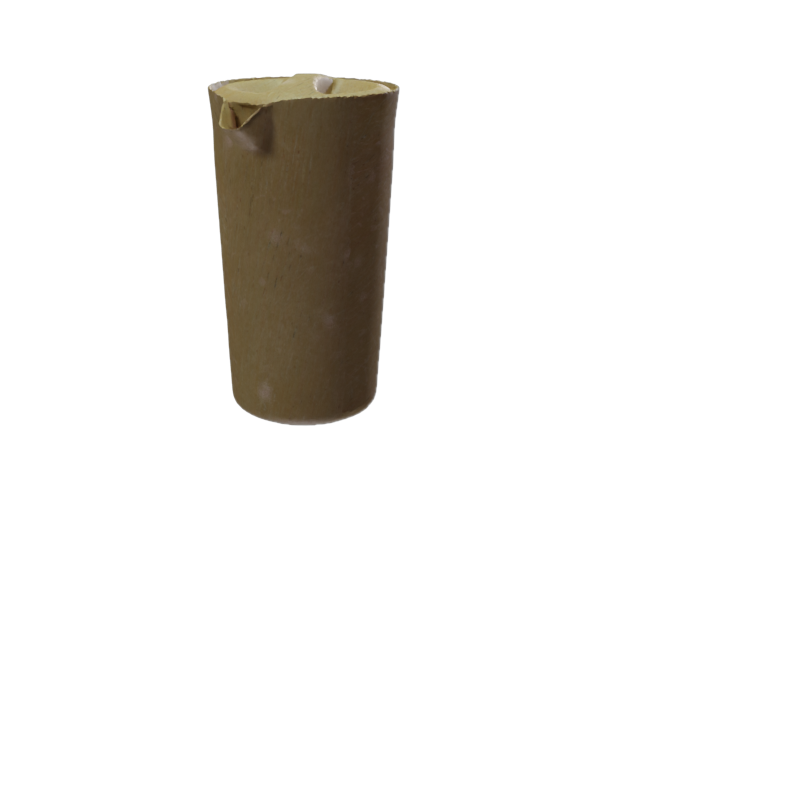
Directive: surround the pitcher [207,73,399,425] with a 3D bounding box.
[{"bbox_3d":[-0.063,-0.115,0.807,0.147,0.234,0.153,-3,18,-13],"label":"pitcher"}]
